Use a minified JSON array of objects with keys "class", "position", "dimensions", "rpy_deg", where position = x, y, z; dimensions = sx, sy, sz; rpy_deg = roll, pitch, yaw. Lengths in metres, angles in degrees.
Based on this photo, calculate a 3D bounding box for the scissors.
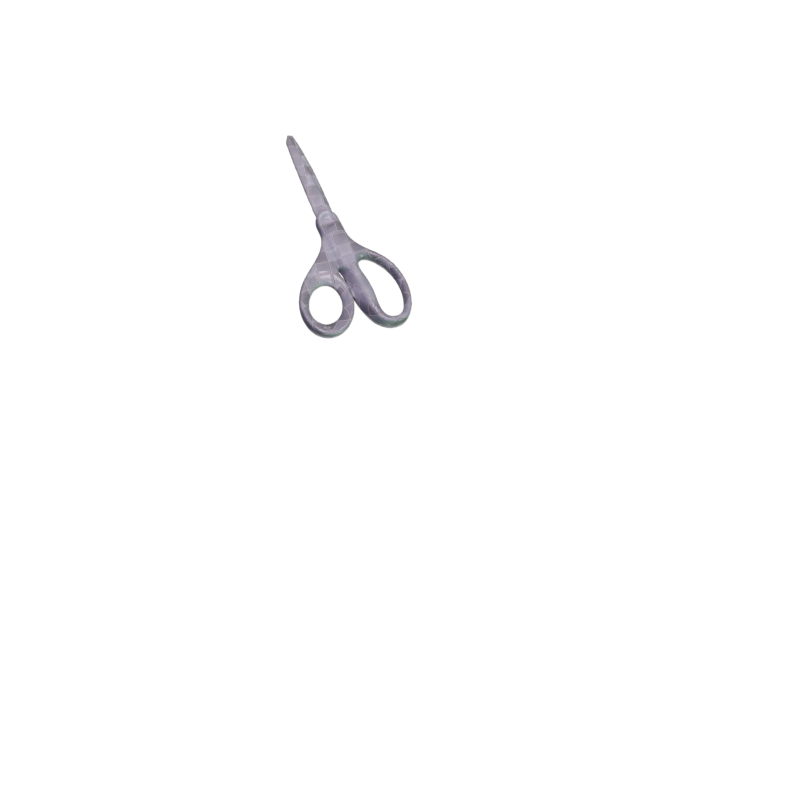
[{"class":"scissors","position":[-0.071,-0.129,0.901],"dimensions":[0.096,0.214,0.015],"rpy_deg":[-32,-25,-17]}]
